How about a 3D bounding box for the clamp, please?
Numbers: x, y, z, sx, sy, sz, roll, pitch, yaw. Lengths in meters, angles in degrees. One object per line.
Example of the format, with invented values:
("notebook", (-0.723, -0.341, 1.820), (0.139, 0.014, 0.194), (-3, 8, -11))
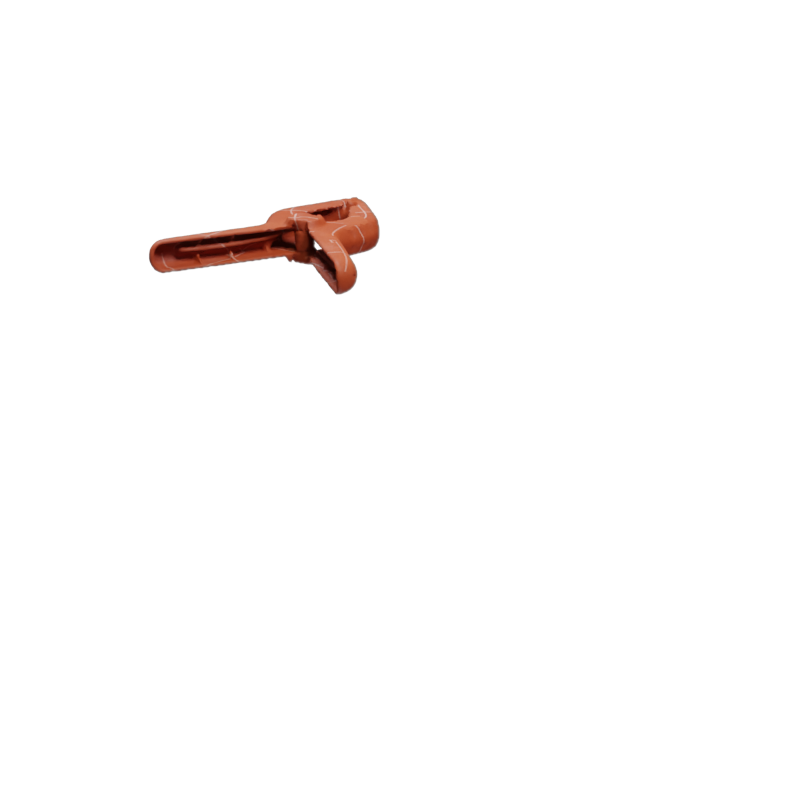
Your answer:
("clamp", (-0.067, -0.123, 0.859), (0.172, 0.035, 0.209), (12, 24, 29))
